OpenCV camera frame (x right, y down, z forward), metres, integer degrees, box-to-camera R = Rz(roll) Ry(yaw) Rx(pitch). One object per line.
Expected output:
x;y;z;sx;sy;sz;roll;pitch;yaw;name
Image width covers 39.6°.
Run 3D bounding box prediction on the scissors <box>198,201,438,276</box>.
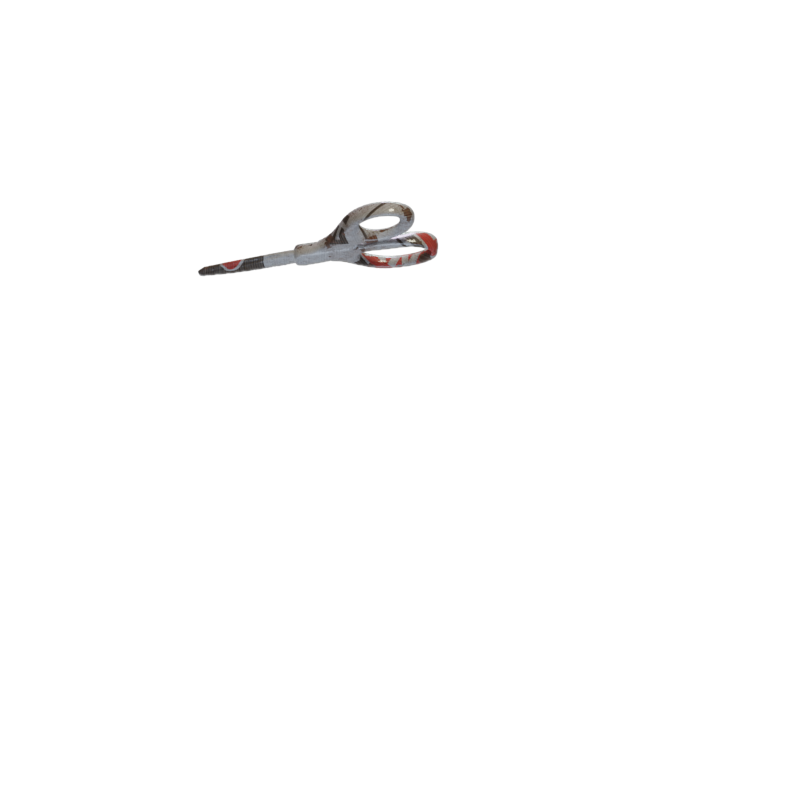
-0.070;-0.128;0.897;0.202;0.017;0.090;-1;-25;3;scissors
